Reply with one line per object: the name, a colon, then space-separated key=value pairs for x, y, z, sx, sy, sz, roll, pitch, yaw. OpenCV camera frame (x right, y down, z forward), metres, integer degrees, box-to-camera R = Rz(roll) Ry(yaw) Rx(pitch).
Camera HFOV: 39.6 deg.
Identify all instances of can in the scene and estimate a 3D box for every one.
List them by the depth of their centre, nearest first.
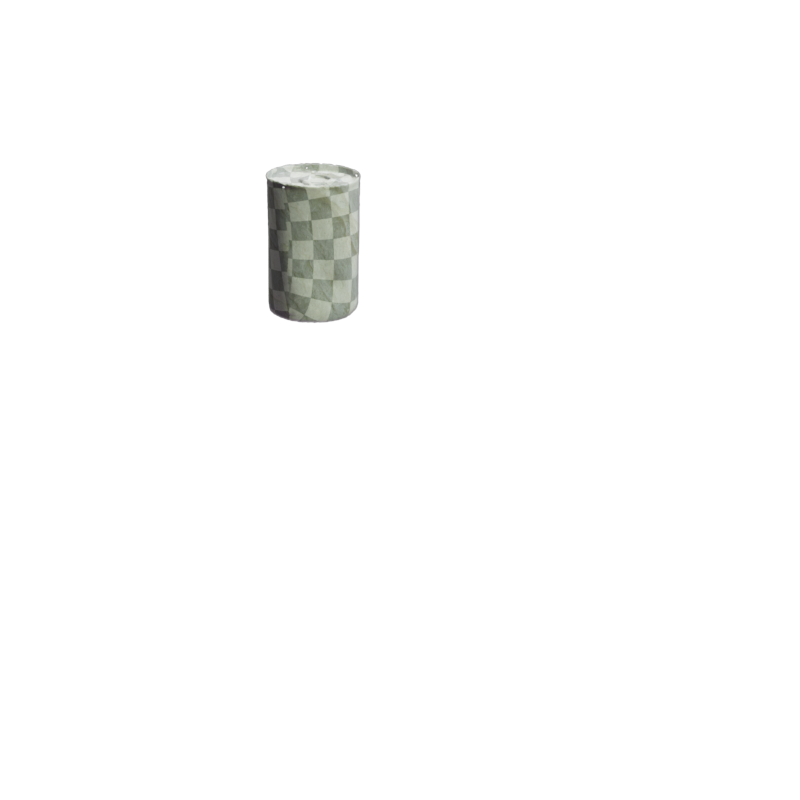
can: x=-0.063 y=-0.115 z=0.806 sx=0.068 sy=0.098 sz=0.072 roll=0 pitch=21 yaw=-2
